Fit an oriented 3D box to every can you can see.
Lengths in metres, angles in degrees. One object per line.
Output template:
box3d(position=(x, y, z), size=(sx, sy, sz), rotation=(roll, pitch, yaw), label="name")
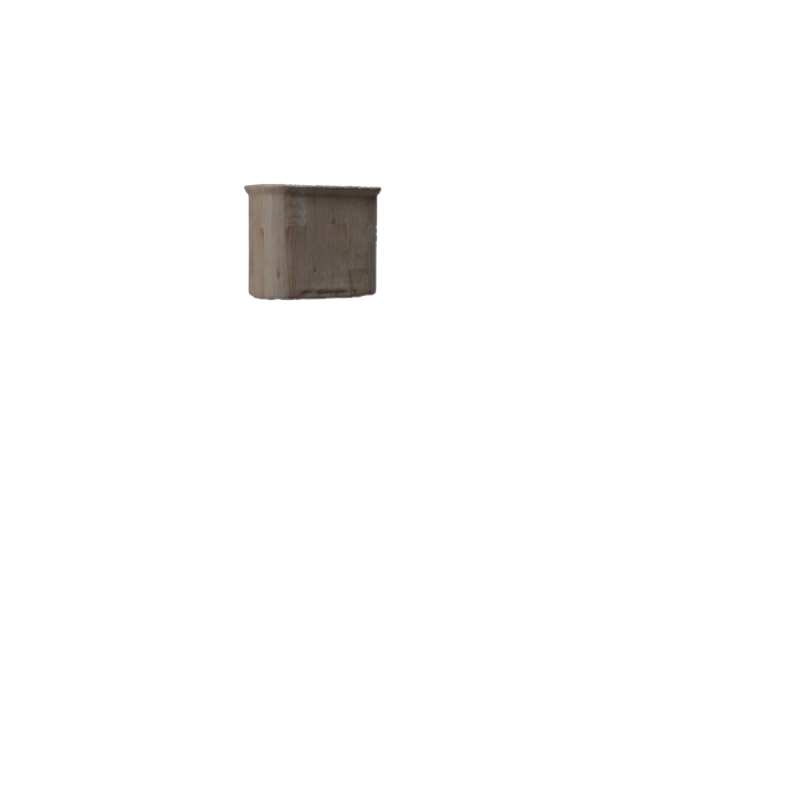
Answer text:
box3d(position=(-0.065, -0.119, 0.833), size=(0.099, 0.083, 0.060), rotation=(-3, 4, -30), label="can")
